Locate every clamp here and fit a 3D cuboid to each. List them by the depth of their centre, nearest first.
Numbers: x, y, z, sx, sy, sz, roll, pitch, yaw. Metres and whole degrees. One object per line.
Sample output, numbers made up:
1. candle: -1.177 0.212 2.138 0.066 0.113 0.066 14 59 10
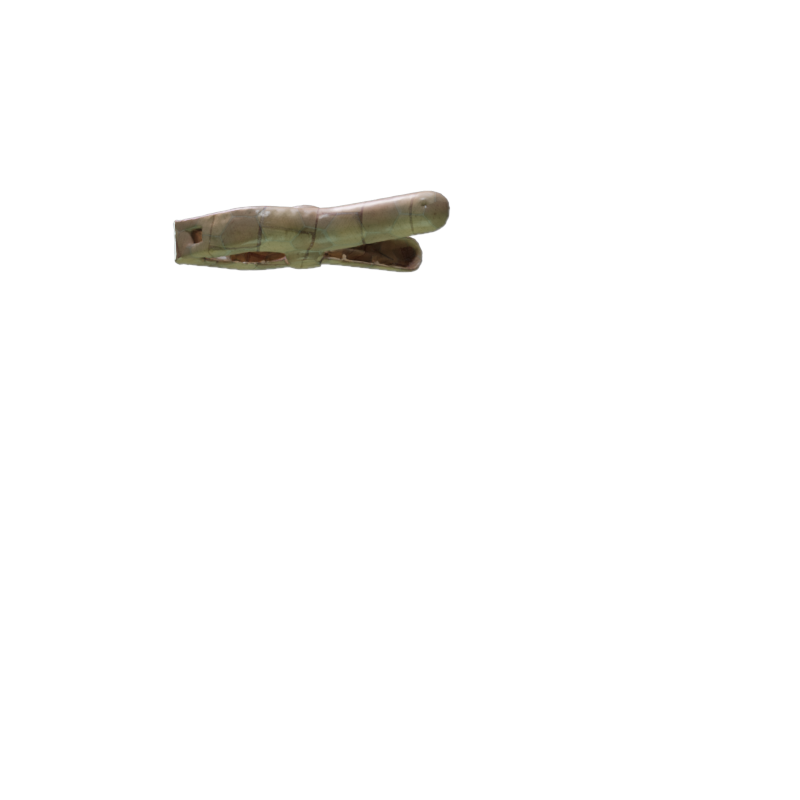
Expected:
1. clamp: -0.055 -0.101 0.709 0.172 0.041 0.115 -1 -15 4
